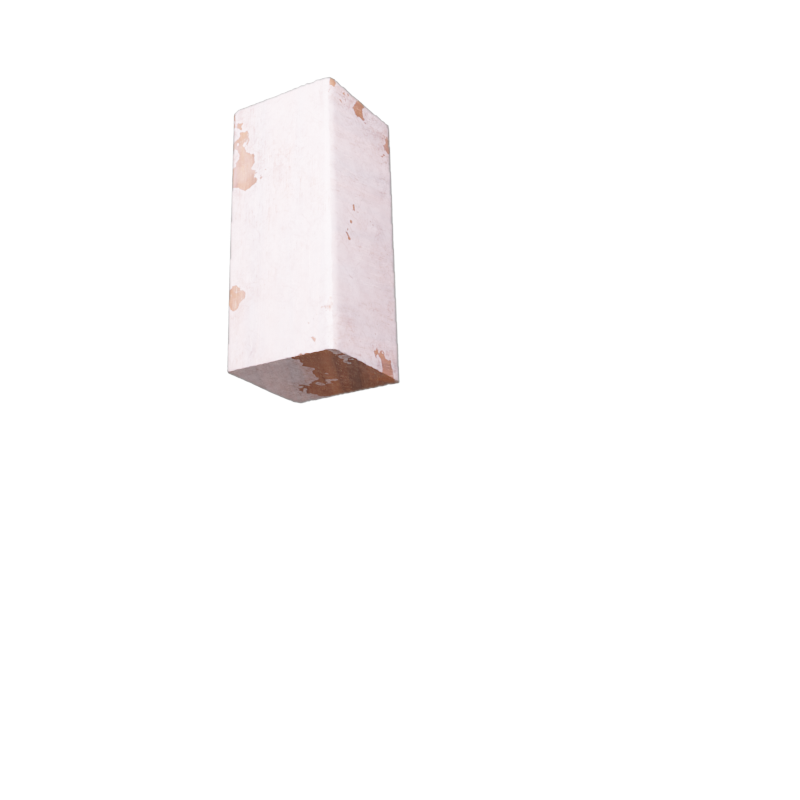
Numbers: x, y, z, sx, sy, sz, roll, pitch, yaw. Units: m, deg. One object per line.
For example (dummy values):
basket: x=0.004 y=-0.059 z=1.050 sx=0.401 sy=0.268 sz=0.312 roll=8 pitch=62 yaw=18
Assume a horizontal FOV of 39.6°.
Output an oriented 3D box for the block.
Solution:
block: x=-0.063 y=-0.115 z=0.802 sx=0.092 sy=0.217 sz=0.084 roll=-15 pitch=-27 yaw=29
